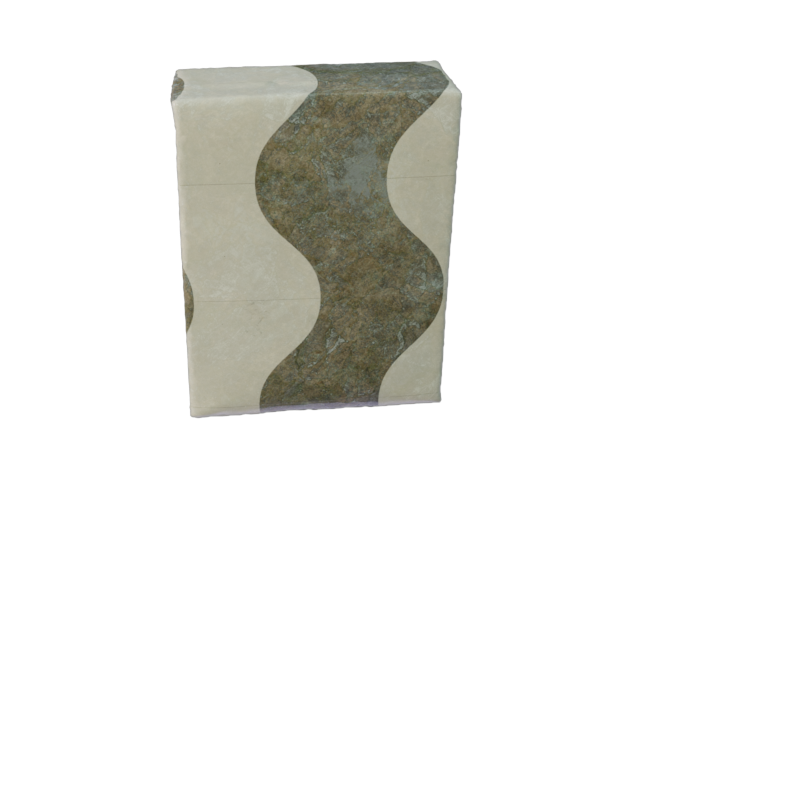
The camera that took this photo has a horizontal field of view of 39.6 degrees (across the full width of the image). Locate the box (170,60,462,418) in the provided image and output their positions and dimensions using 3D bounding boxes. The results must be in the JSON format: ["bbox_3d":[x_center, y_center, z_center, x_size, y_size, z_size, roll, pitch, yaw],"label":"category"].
[{"bbox_3d":[-0.054,-0.098,0.687,0.163,0.202,0.077,-2,29,-7],"label":"box"}]
